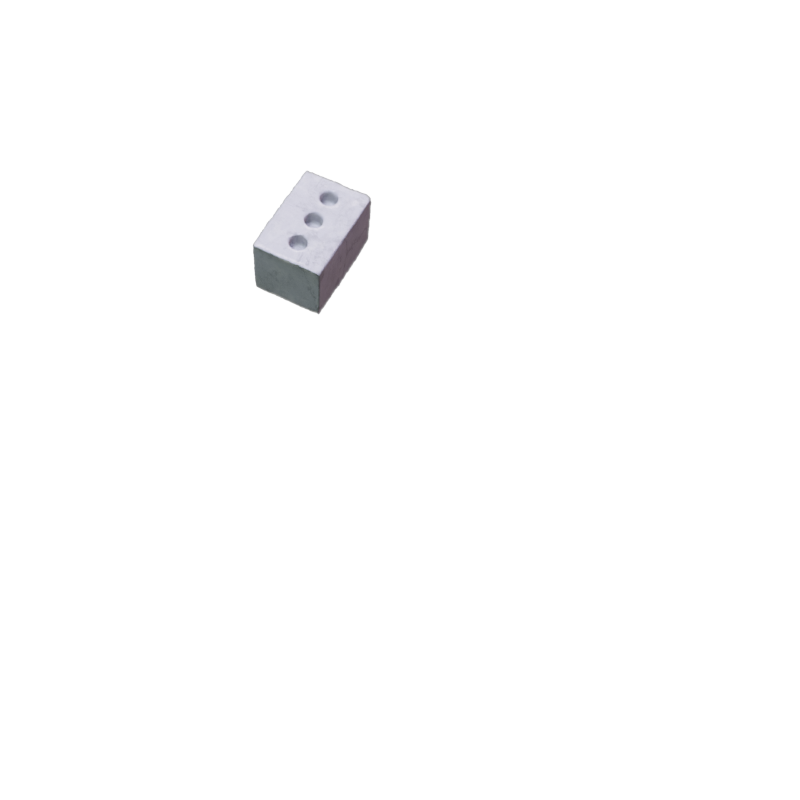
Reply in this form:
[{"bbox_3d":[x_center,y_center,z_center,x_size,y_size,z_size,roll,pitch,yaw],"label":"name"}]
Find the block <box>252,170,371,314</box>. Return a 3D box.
[{"bbox_3d":[-0.060,-0.110,0.771,0.054,0.081,0.048,23,-31,13],"label":"block"}]
